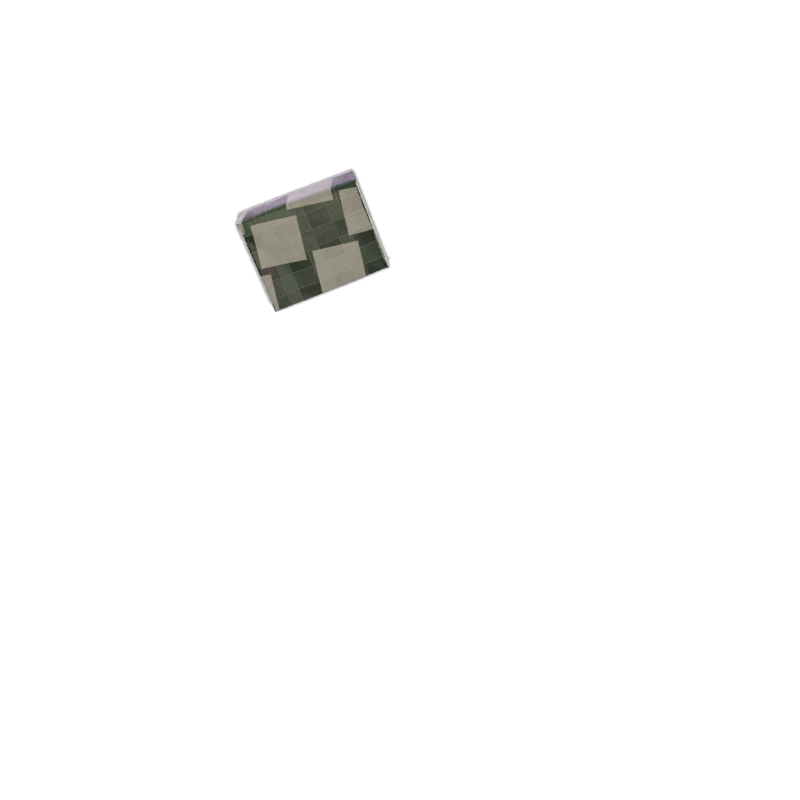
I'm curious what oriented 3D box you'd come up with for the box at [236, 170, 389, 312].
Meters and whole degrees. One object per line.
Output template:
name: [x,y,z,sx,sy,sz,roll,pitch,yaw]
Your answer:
box: [-0.077,-0.140,0.982,0.114,0.086,0.040,-20,17,6]
